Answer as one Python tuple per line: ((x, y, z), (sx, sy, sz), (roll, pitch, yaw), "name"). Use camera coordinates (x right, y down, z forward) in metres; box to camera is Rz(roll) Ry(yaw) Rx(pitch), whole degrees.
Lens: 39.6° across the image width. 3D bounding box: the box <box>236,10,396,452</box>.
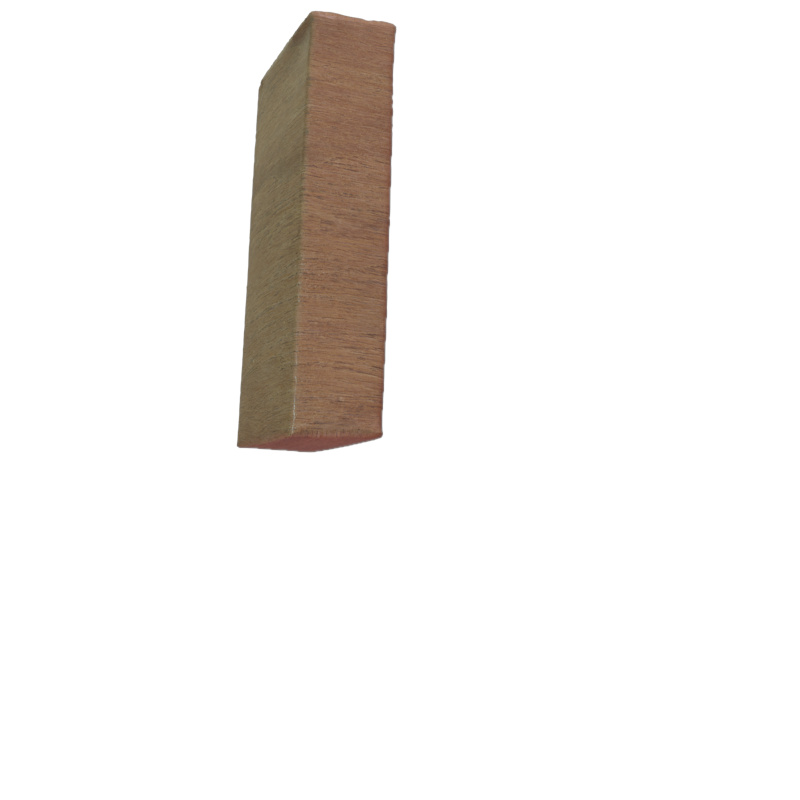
((-0.038, -0.069, 0.484), (0.047, 0.182, 0.093), (4, -13, -20), "box")
